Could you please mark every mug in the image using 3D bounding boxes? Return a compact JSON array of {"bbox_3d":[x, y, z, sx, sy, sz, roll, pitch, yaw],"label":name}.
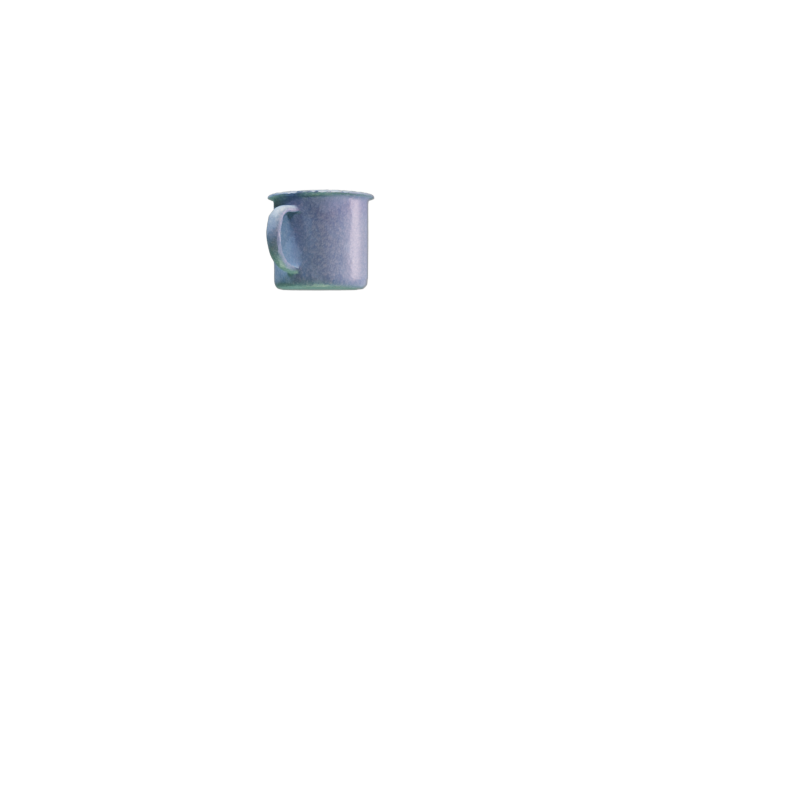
[{"bbox_3d":[-0.074,-0.136,0.951,0.096,0.082,0.113,0,1,31],"label":"mug"}]
